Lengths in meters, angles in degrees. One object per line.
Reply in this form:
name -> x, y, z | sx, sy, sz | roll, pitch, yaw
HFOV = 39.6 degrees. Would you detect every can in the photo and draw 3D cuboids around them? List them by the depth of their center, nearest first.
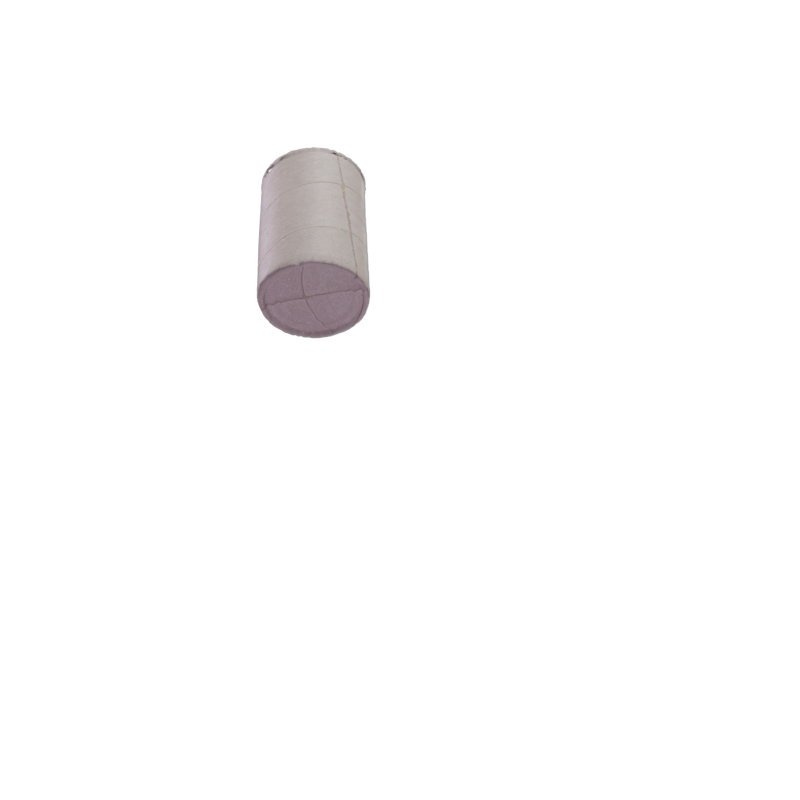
can -> -0.053, -0.097, 0.682 | 0.068, 0.110, 0.064 | -1, -42, -3
